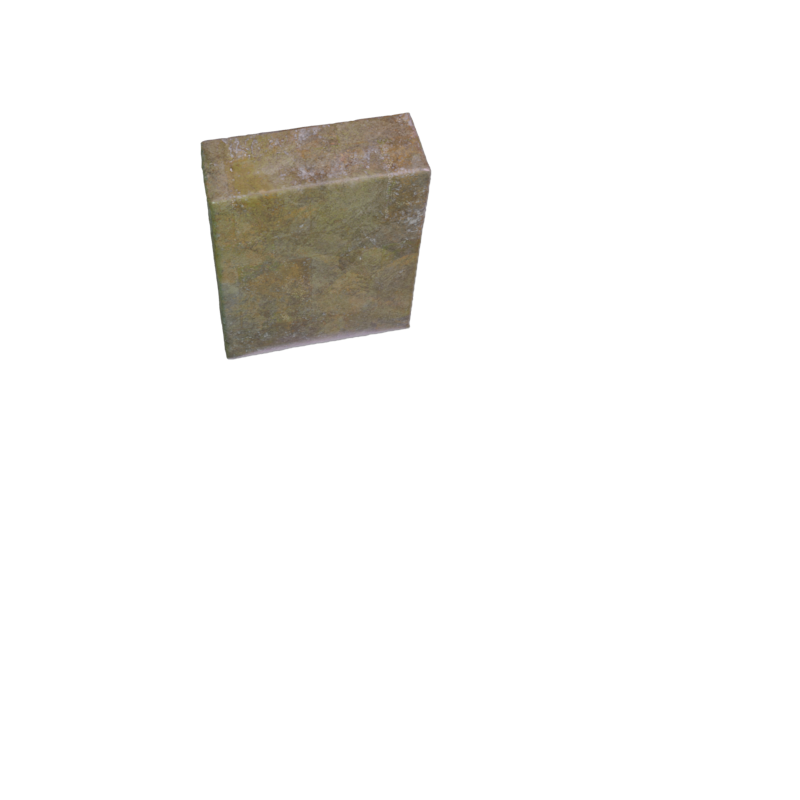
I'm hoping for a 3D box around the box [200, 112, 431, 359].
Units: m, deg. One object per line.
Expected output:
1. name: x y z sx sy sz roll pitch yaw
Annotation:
1. box: -0.070 -0.127 0.890 0.163 0.077 0.200 -9 -32 -9
